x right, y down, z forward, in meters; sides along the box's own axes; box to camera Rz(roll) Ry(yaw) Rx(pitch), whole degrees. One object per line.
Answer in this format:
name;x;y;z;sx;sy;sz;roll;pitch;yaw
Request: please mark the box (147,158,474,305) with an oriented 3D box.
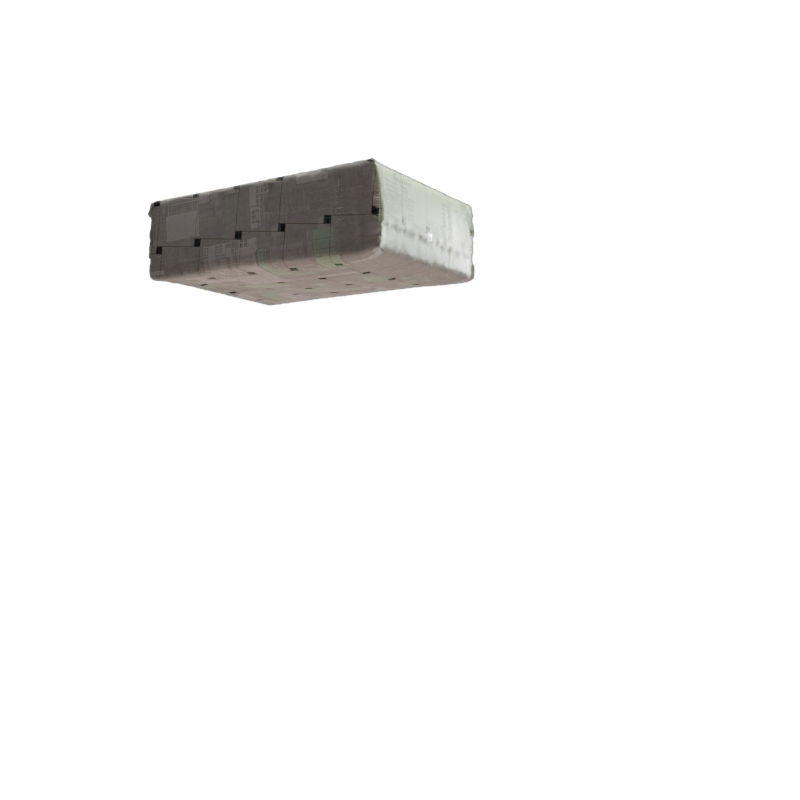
box;-0.037;-0.068;0.475;0.117;0.040;0.086;-2;-5;30
